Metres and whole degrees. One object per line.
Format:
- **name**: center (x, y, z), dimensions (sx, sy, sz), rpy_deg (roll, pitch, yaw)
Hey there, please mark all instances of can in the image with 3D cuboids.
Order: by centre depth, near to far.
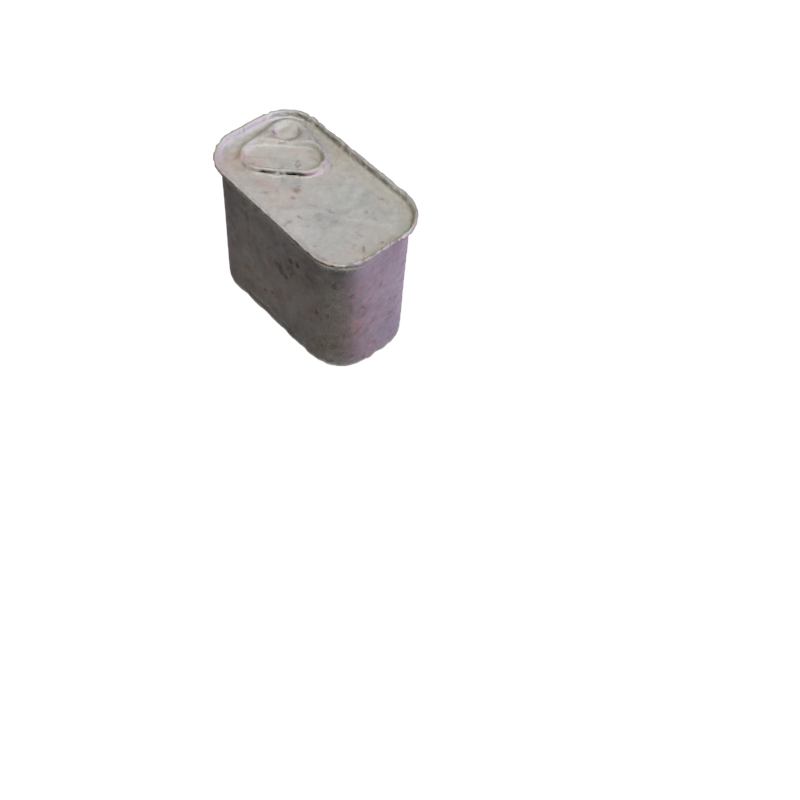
- **can**: center (-0.042, -0.076, 0.535), dimensions (0.058, 0.109, 0.078), rpy_deg (-33, -29, -24)
